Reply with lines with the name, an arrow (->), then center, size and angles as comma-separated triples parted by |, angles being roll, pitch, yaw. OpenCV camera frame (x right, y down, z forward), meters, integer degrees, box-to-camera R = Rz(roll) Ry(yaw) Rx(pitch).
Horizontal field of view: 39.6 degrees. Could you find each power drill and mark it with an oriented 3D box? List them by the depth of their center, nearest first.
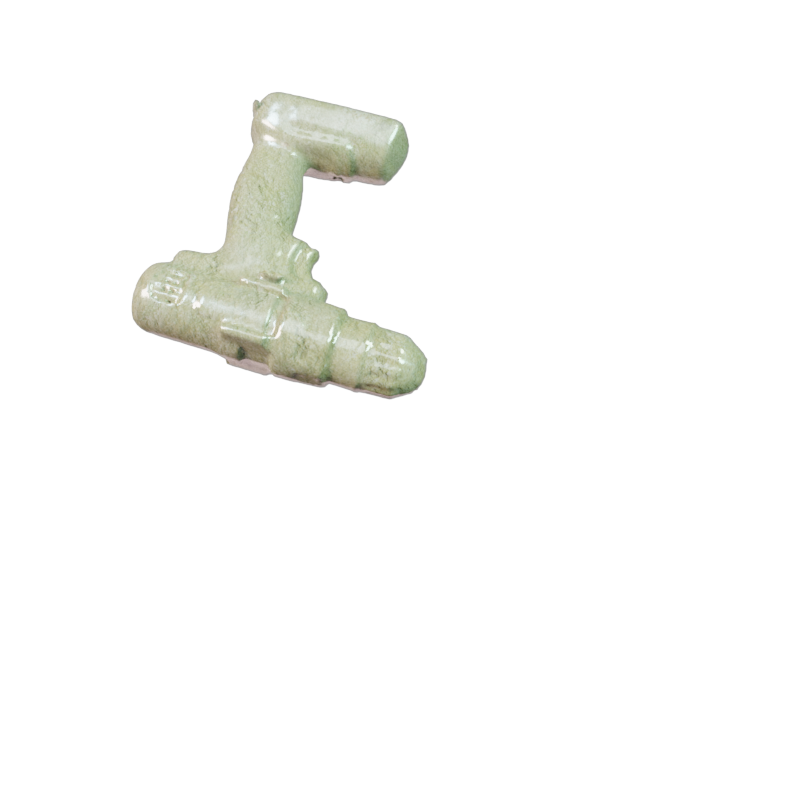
power drill -> -0.055, -0.100, 0.703 | 0.188, 0.196, 0.054 | 15, -29, 8
